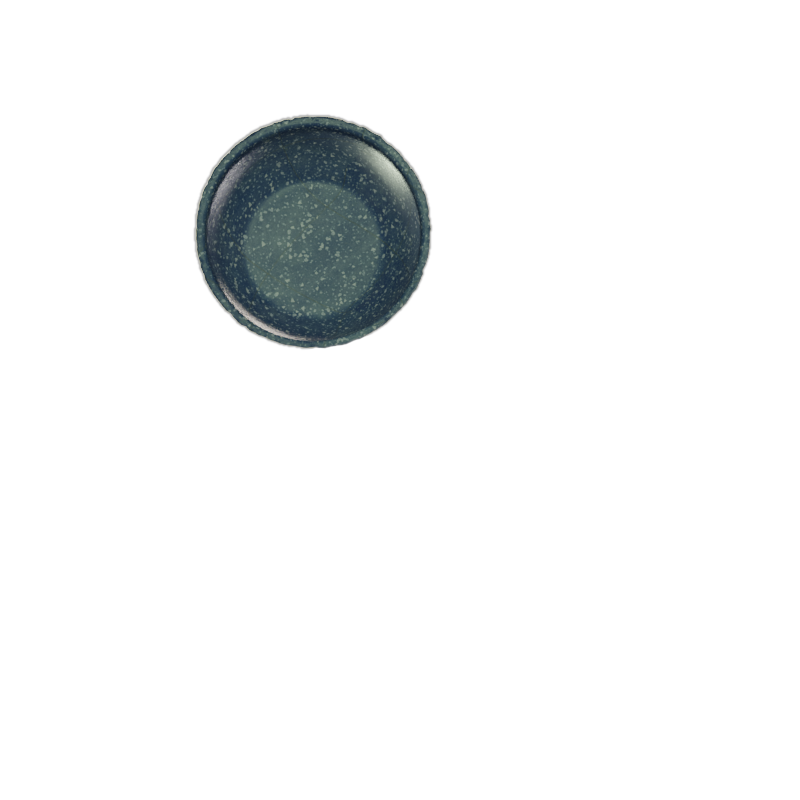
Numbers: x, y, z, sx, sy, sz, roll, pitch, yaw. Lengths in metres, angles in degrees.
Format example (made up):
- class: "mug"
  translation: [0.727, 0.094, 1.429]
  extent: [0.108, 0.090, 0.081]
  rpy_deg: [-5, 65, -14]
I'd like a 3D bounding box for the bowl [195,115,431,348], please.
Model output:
- class: "bowl"
  translation: [-0.057, -0.105, 0.732]
  extent: [0.162, 0.158, 0.057]
  rpy_deg: [0, 12, -1]
